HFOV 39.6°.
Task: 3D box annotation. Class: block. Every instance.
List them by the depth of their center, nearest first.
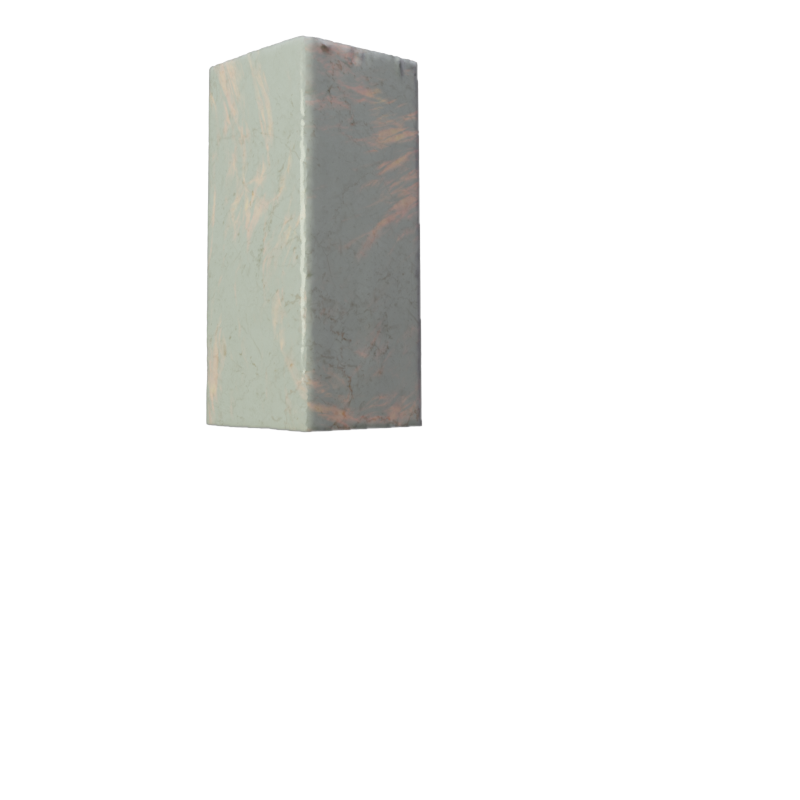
[{"bbox_3d":[-0.049,-0.090,0.628,0.087,0.209,0.093,4,-7,-42],"label":"block"}]
